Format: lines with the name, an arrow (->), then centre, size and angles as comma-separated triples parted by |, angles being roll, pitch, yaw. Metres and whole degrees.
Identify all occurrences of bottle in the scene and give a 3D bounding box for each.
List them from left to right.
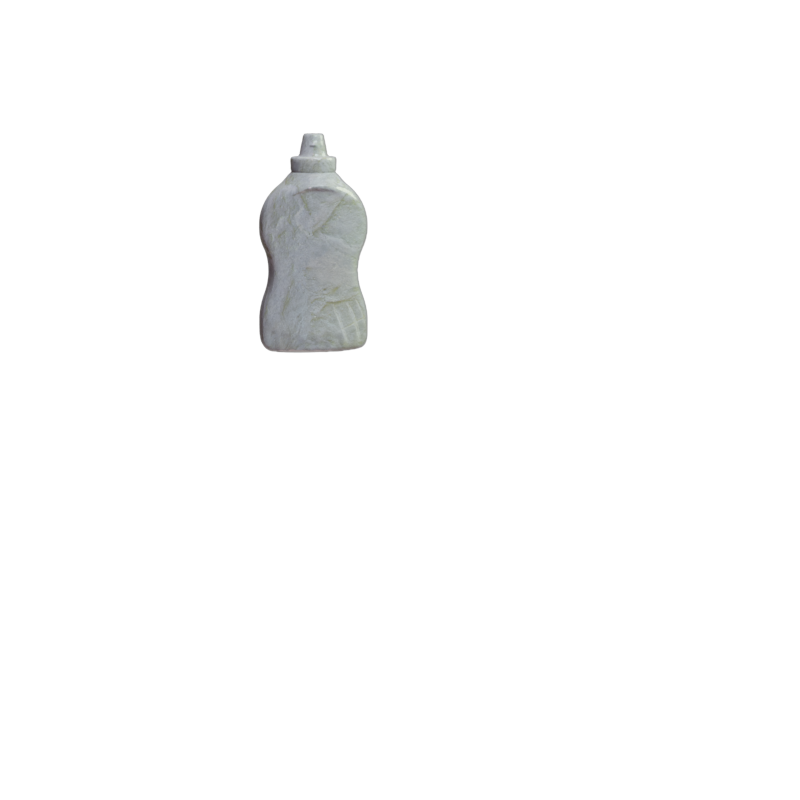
bottle -> -0.077, -0.141, 0.986 | 0.095, 0.188, 0.060 | -1, 7, -8
